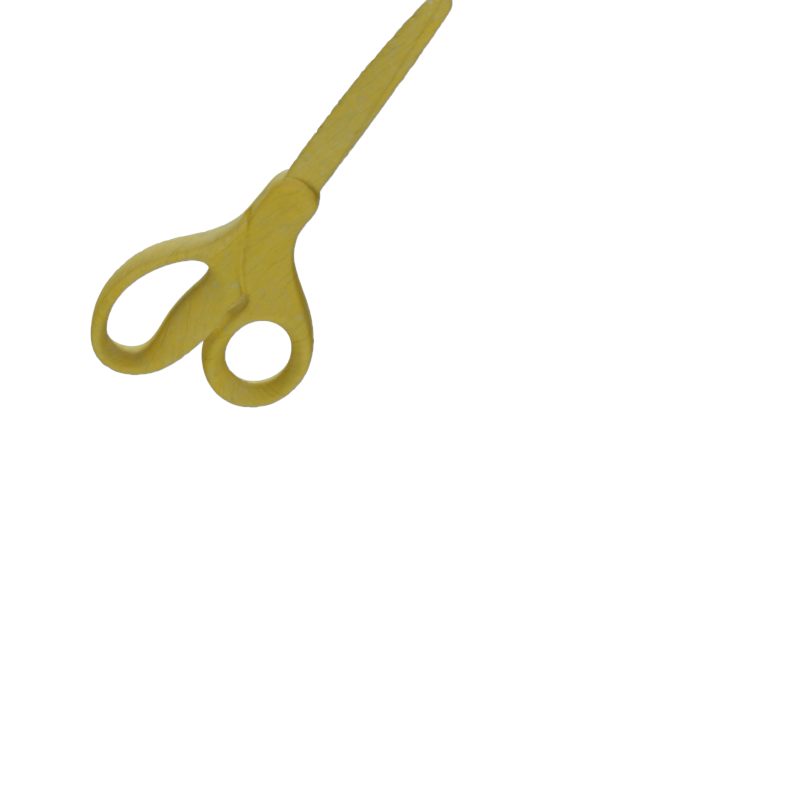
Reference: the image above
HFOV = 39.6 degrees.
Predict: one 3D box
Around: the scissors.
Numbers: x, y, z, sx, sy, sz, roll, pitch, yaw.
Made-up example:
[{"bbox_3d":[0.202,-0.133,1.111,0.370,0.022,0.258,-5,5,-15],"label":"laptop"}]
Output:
[{"bbox_3d":[-0.032,-0.059,0.413,0.200,0.017,0.090,-32,-57,24],"label":"scissors"}]
